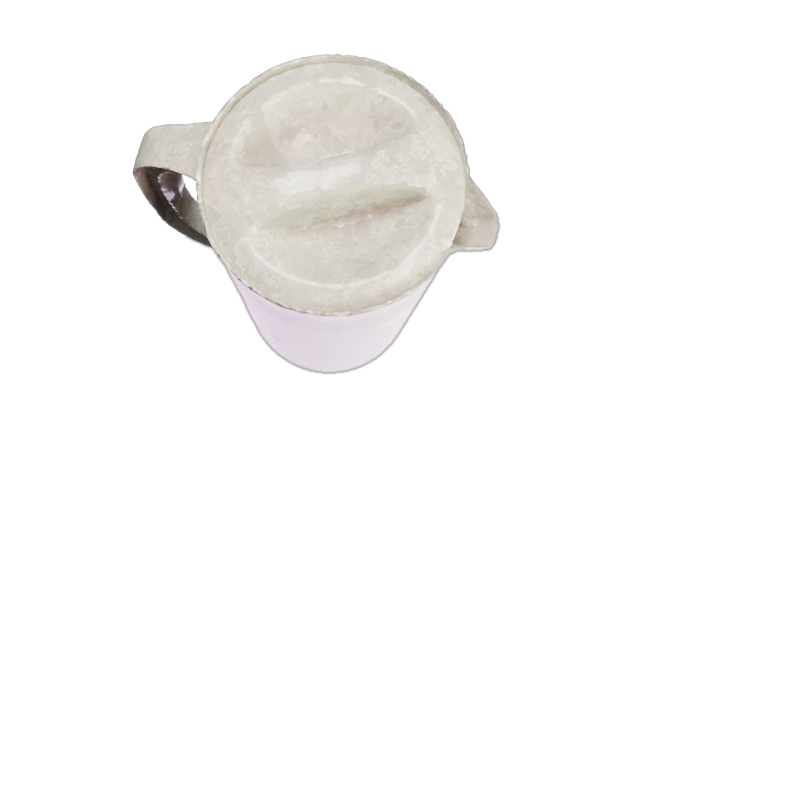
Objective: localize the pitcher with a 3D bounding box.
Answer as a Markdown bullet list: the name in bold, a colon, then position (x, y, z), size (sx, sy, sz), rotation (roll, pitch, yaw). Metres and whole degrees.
- **pitcher**: position (-0.050, -0.092, 0.641), size (0.145, 0.154, 0.236), rotation (-31, -8, -9)
